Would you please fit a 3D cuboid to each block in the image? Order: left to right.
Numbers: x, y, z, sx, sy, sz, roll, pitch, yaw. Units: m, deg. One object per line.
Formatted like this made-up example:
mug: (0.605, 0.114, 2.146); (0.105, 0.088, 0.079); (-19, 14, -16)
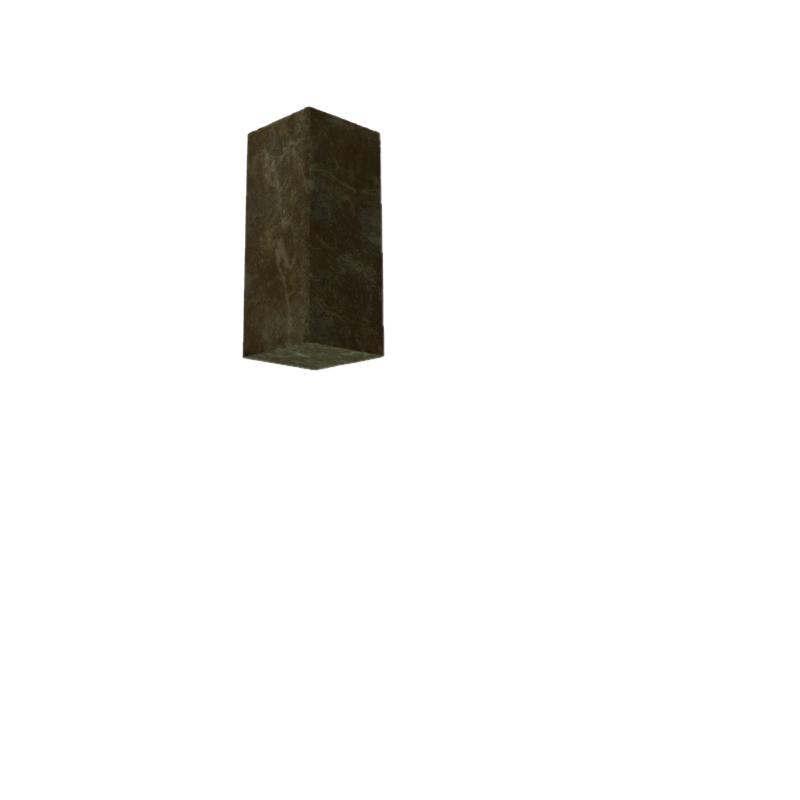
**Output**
block: (-0.076, -0.139, 0.973); (0.086, 0.214, 0.092); (14, -21, -43)
